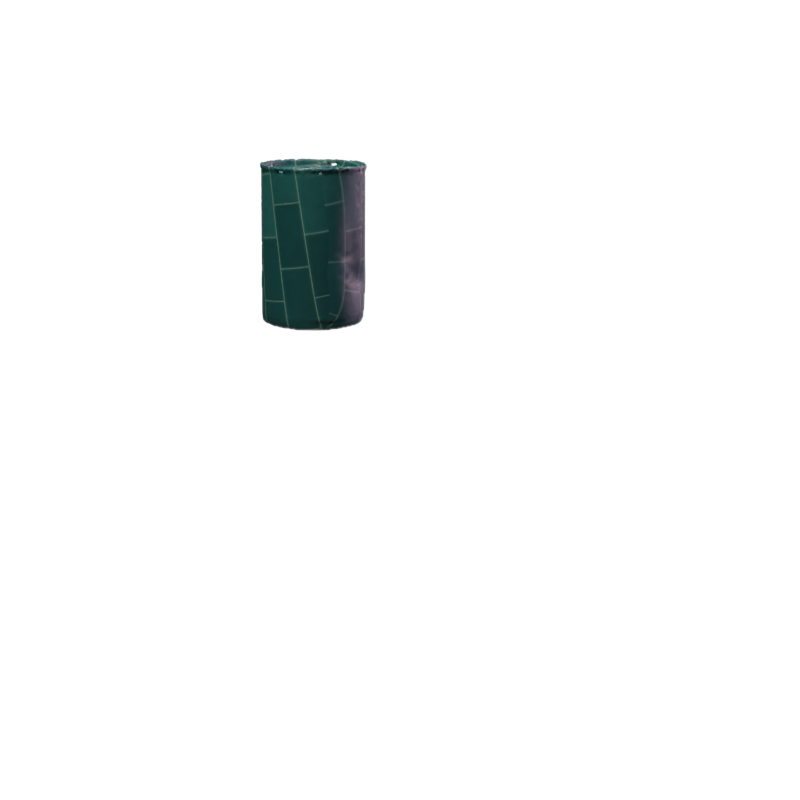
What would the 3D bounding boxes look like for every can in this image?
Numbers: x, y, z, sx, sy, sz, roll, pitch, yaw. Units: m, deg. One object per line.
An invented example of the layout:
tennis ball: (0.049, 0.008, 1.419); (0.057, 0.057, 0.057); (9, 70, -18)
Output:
can: (-0.056, -0.102, 0.713); (0.068, 0.100, 0.070); (0, 12, -2)
